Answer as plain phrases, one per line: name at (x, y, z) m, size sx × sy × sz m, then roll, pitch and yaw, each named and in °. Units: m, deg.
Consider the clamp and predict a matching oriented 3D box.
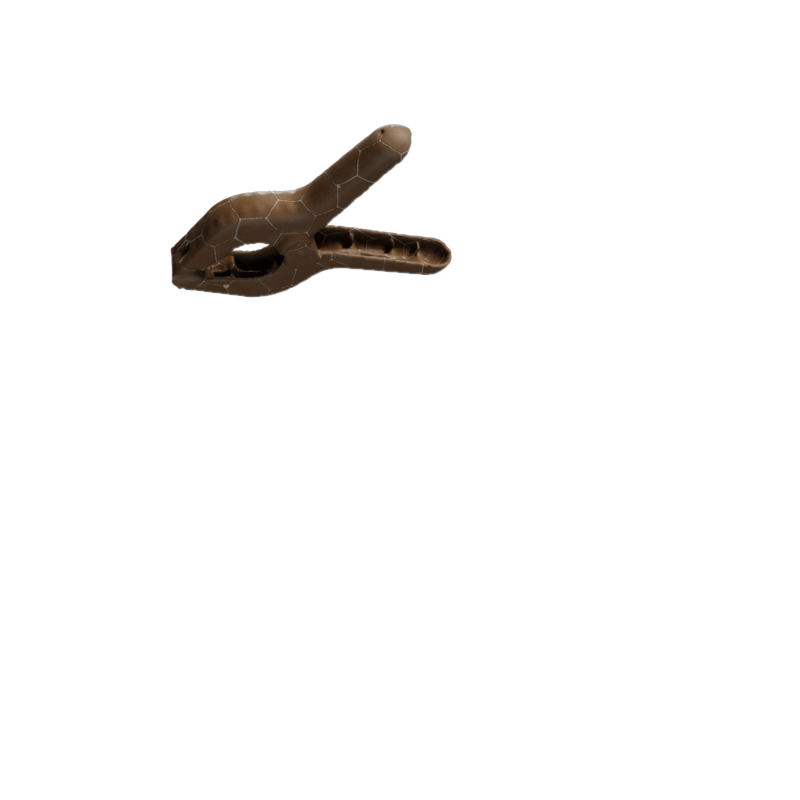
clamp at (-0.053, -0.096, 0.674) m, size 0.173 × 0.042 × 0.111 m, roll -17°, pitch -46°, yaw 17°
